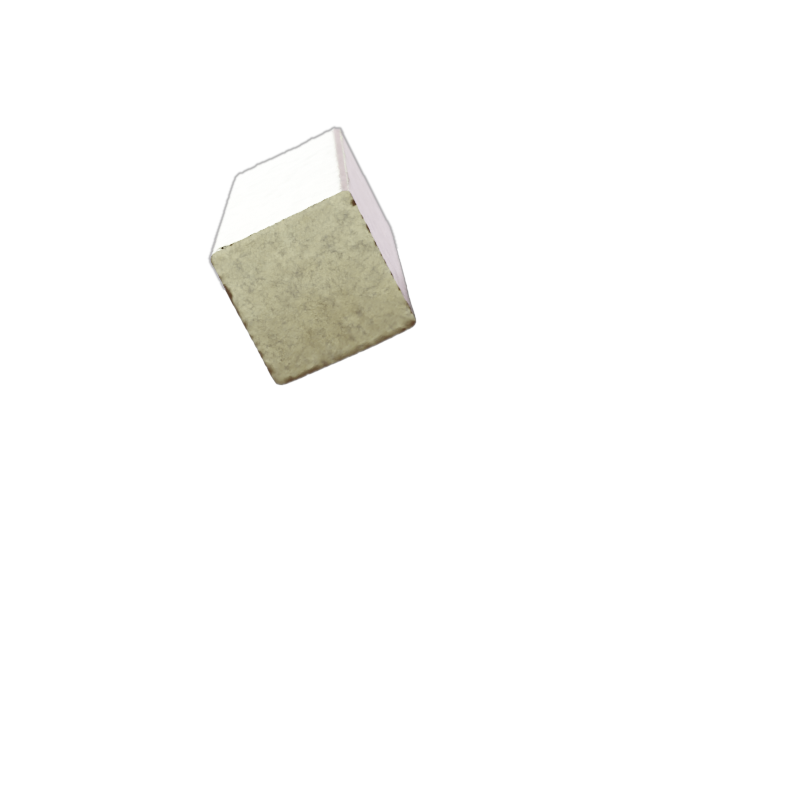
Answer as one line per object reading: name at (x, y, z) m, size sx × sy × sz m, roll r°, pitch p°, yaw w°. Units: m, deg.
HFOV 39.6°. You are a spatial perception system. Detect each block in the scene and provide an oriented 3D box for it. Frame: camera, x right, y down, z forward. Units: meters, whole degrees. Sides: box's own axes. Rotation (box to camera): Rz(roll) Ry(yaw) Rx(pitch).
block at (-0.056, -0.102, 0.715) m, size 0.090 × 0.087 × 0.216 m, roll -25°, pitch 21°, yaw 6°
